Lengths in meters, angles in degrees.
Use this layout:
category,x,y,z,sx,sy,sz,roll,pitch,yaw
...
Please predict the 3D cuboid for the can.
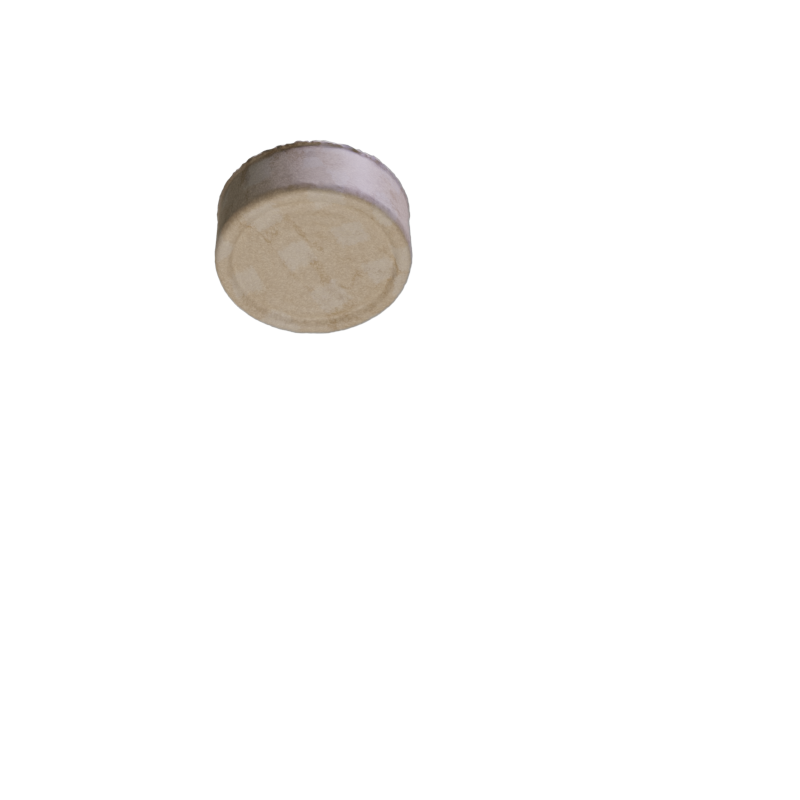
category,x,y,z,sx,sy,sz,roll,pitch,yaw
can,-0.038,-0.069,0.481,0.086,0.036,0.080,1,-44,-1
